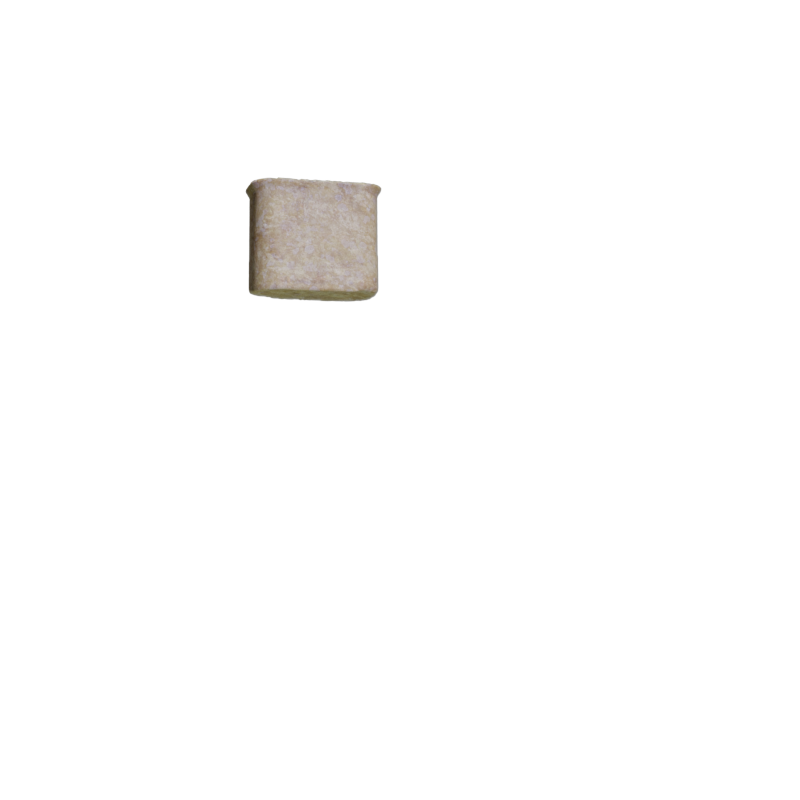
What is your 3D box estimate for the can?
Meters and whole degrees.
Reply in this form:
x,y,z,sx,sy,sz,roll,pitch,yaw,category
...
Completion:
x,y,z,sx,sy,sz,roll,pitch,yaw,category
-0.066,-0.121,0.847,0.100,0.086,0.057,2,-9,-15,can
